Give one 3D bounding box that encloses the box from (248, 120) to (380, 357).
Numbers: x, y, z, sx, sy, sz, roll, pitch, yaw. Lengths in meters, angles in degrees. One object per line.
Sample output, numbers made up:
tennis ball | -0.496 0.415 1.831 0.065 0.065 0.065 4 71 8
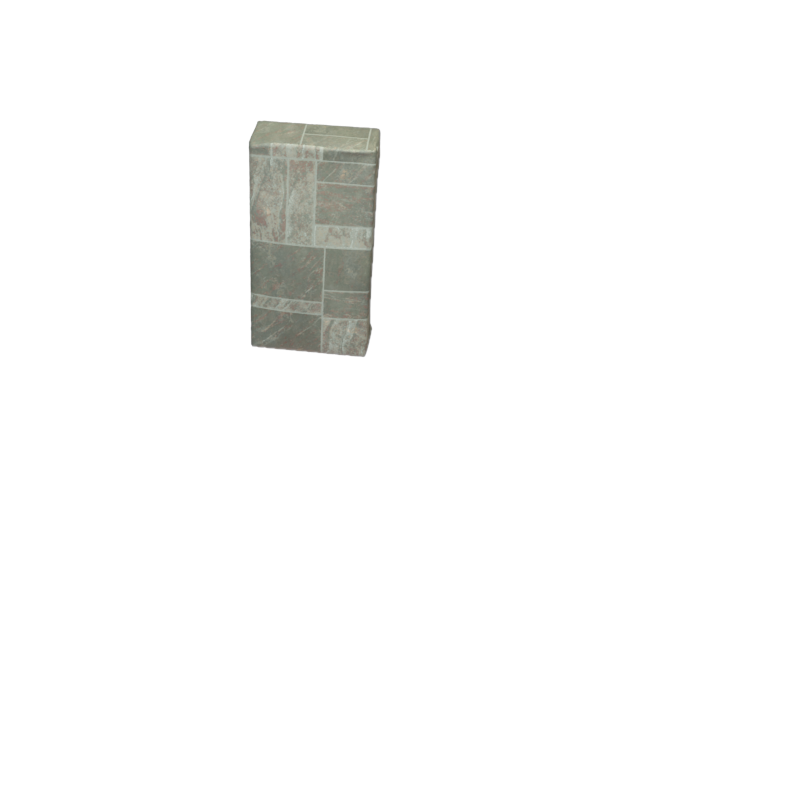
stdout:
box | -0.065 -0.118 0.829 0.094 0.165 0.051 5 34 4
